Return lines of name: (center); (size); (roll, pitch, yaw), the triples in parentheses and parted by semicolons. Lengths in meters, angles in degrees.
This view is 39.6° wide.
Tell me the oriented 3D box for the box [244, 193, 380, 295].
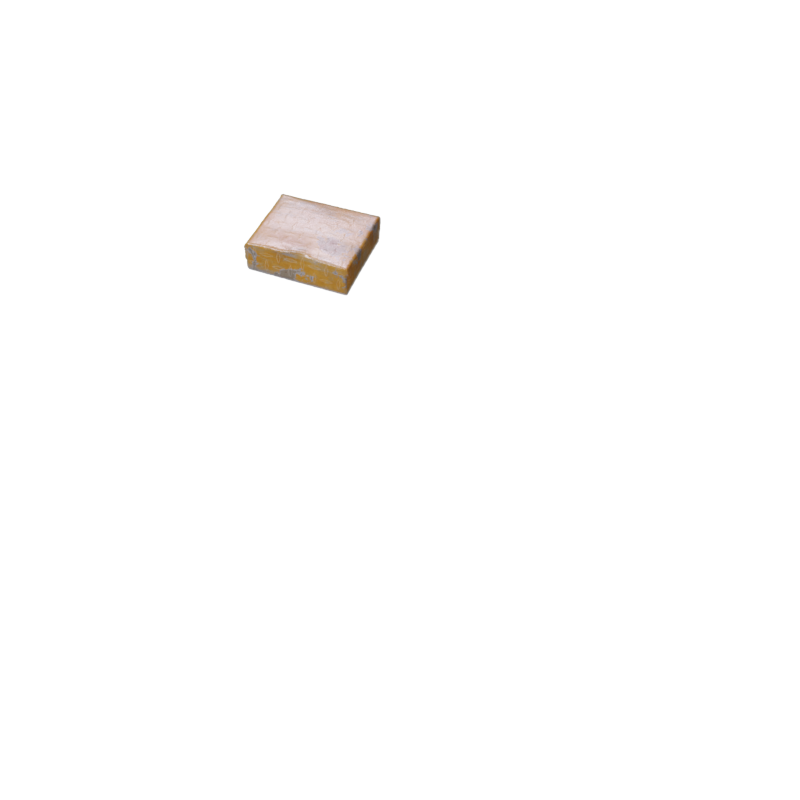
box: (-0.070, -0.127, 0.887); (0.092, 0.028, 0.076); (15, 45, 15)
